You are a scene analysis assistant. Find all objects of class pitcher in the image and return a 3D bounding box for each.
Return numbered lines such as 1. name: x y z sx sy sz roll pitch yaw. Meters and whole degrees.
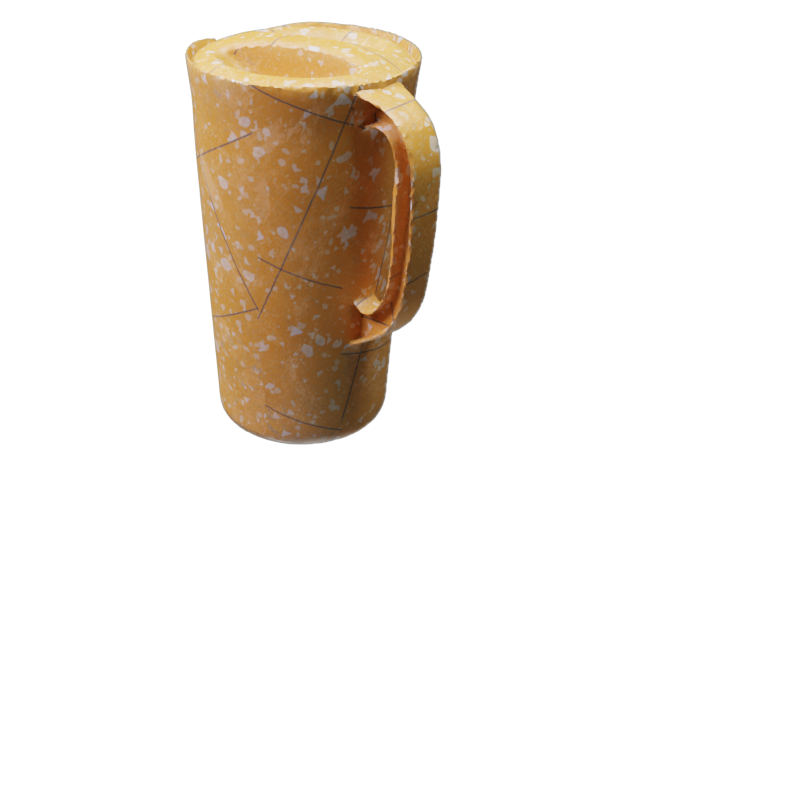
1. pitcher: -0.052 -0.095 0.663 0.146 0.229 0.157 3 28 3
